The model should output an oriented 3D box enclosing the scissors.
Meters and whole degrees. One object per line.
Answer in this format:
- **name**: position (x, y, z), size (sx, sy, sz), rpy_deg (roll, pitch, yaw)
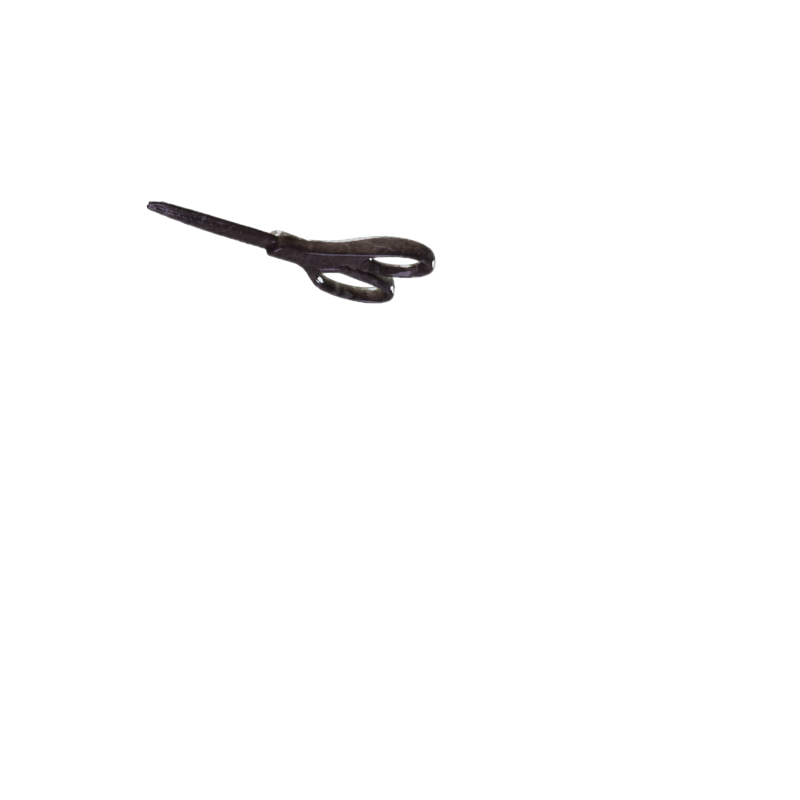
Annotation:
- **scissors**: position (-0.055, -0.100, 0.700), size (0.098, 0.016, 0.189), rpy_deg (-12, -21, 34)
